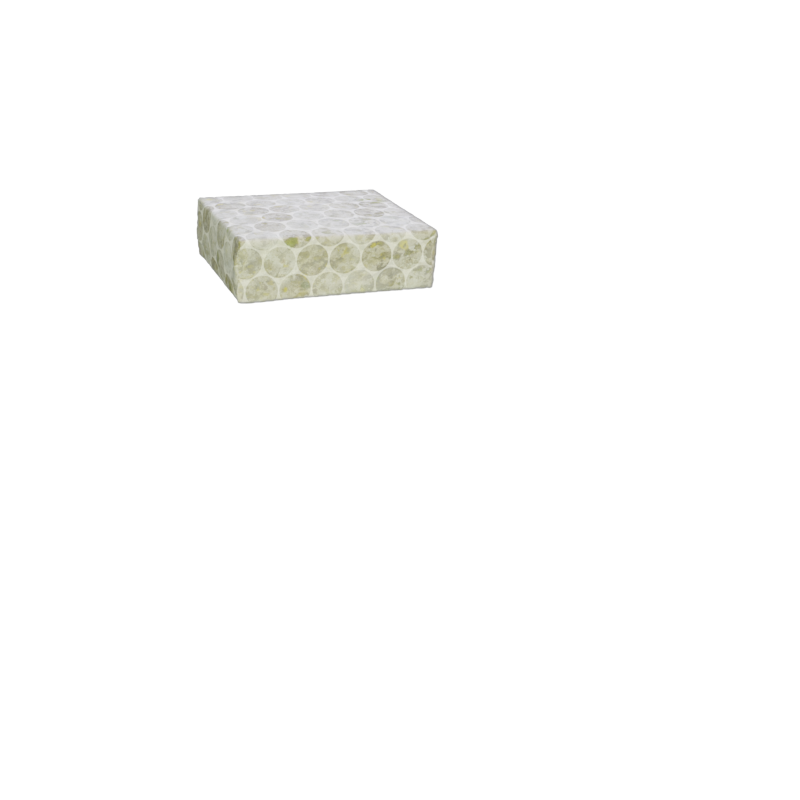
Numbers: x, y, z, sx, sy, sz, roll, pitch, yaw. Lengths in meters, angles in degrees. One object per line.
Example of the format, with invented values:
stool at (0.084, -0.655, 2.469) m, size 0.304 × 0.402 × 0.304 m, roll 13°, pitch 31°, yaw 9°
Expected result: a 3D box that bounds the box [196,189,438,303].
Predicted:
box at (-0.048, -0.088, 0.615) m, size 0.111 × 0.037 × 0.096 m, roll -8°, pitch 24°, yaw -20°
